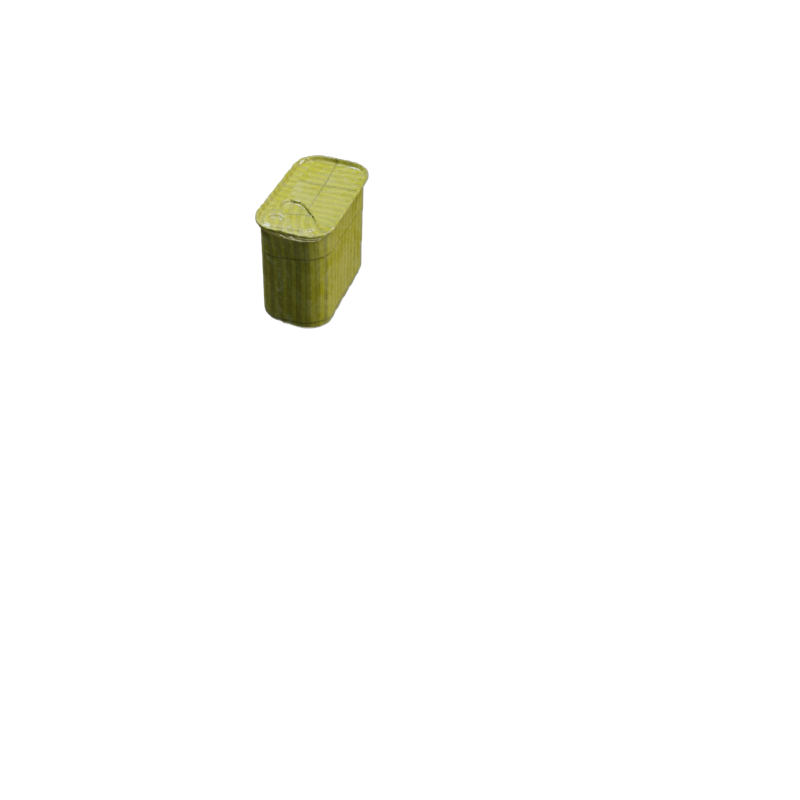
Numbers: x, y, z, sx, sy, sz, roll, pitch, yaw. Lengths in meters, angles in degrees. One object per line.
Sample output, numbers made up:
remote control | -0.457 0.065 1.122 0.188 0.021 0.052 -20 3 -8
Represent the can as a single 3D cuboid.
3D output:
can | -0.063 -0.114 0.799 0.059 0.078 0.106 13 41 13
